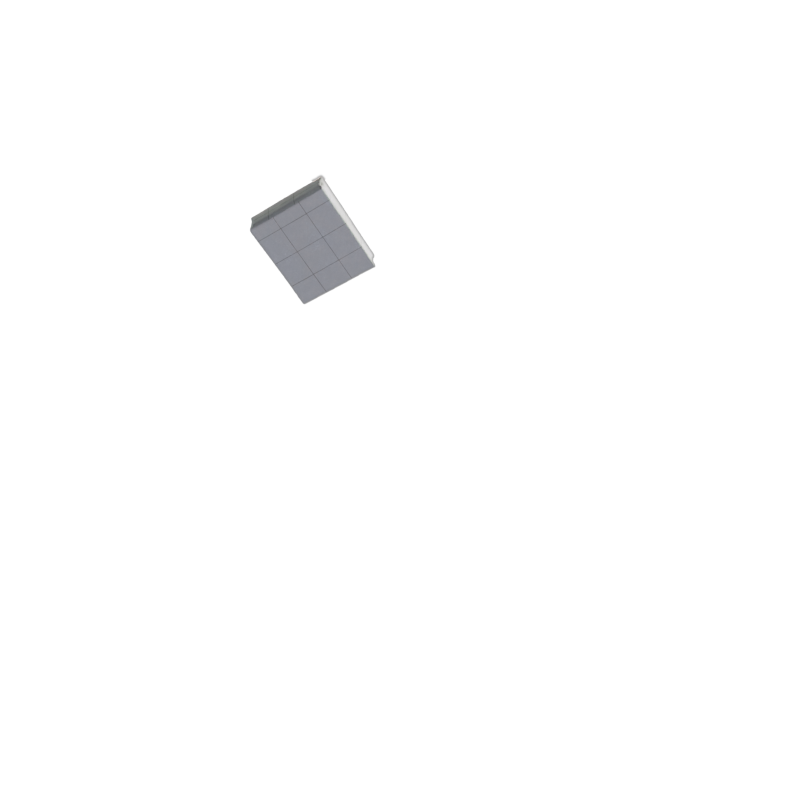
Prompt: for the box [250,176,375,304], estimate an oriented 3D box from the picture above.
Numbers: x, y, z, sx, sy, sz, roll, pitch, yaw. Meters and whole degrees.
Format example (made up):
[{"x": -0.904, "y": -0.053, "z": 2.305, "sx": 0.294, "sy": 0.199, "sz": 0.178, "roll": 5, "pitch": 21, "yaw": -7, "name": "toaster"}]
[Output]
[{"x": -0.074, "y": -0.135, "z": 0.949, "sx": 0.073, "sy": 0.084, "sz": 0.032, "roll": -29, "pitch": 25, "yaw": 14, "name": "box"}]
